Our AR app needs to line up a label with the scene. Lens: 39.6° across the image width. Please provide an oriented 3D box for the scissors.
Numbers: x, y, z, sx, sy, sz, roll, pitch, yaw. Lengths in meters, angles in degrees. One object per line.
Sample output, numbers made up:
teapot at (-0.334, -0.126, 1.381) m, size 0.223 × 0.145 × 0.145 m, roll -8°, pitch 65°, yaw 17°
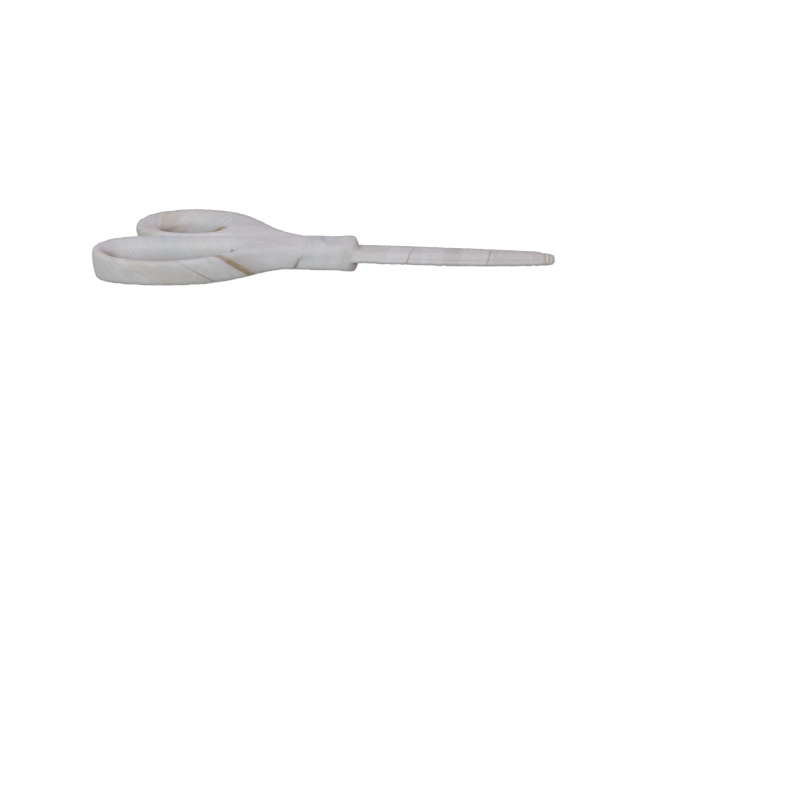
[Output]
scissors at (-0.041, -0.074, 0.518) m, size 0.199 × 0.015 × 0.102 m, roll -4°, pitch 24°, yaw -9°
